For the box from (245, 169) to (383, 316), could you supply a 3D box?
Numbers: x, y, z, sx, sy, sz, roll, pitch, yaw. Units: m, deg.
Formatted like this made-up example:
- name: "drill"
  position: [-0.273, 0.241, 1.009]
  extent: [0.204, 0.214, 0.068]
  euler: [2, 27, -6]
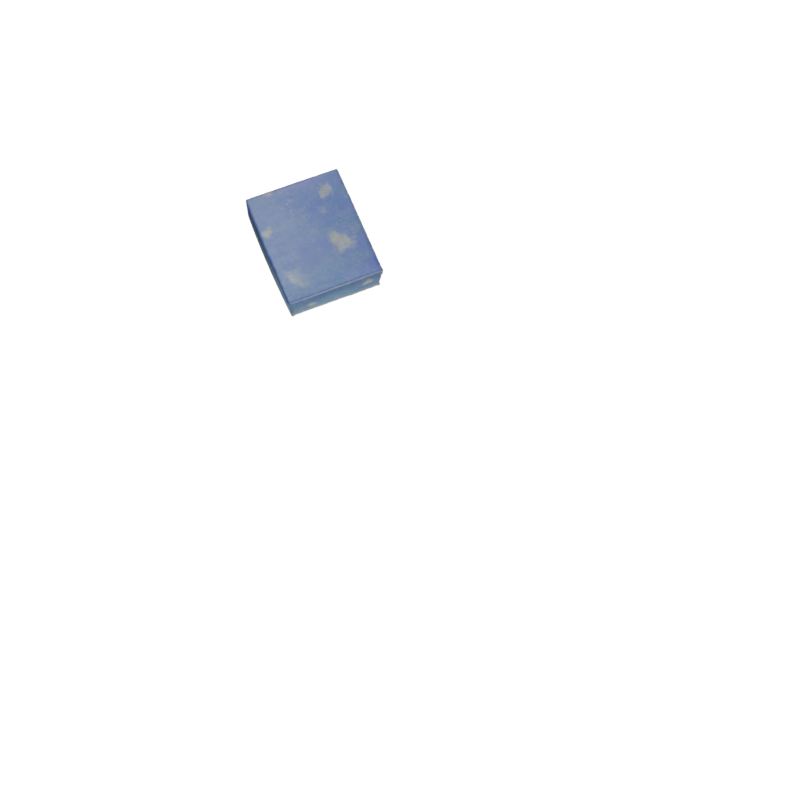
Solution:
- name: "box"
  position: [-0.078, -0.142, 0.995]
  extent: [0.089, 0.120, 0.037]
  euler: [-21, -20, -8]
